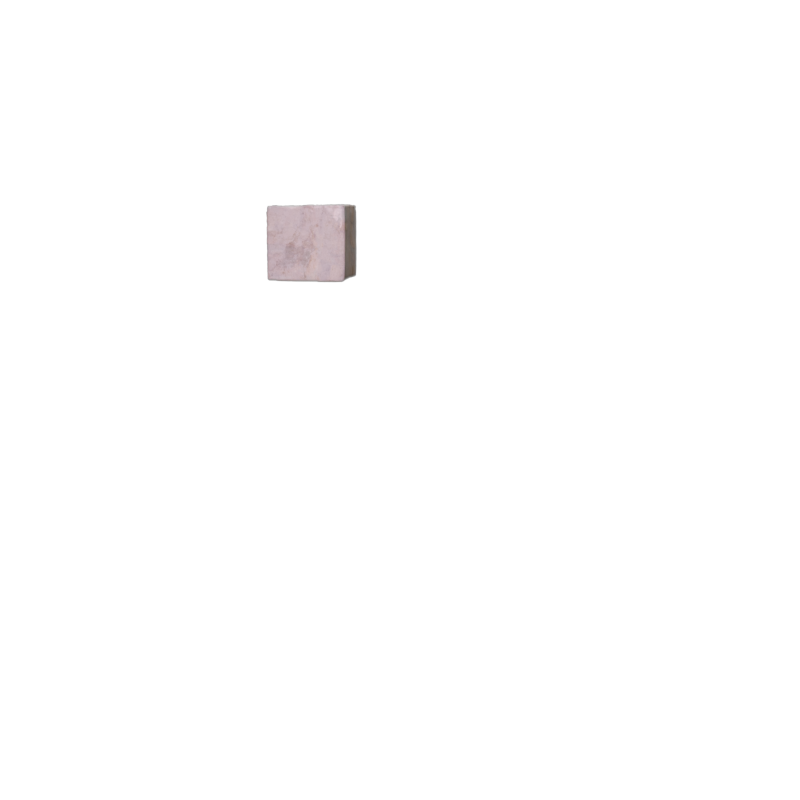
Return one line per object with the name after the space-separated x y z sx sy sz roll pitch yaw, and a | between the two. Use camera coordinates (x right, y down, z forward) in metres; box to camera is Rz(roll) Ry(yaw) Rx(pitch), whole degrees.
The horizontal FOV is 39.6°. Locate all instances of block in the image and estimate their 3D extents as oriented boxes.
-0.060 -0.109 0.762 0.053 0.051 0.078 1 7 5 | block
